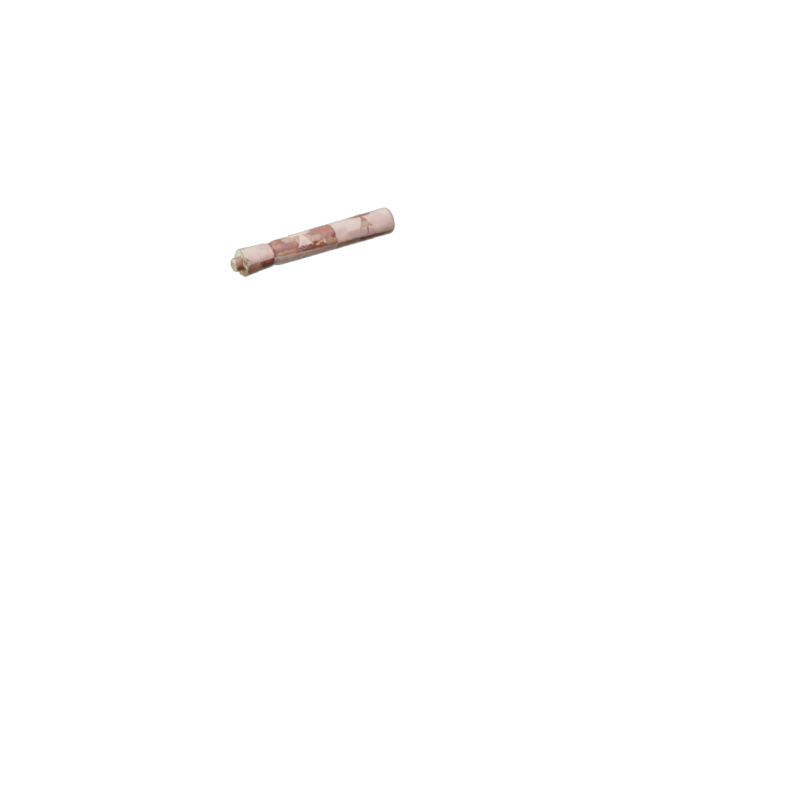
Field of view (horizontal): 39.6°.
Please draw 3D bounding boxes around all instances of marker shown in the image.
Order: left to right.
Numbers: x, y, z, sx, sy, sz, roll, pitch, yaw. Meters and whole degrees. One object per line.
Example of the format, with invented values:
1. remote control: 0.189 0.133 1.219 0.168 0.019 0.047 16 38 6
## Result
1. marker: -0.058 -0.106 0.742 0.119 0.019 0.020 -21 14 -27
